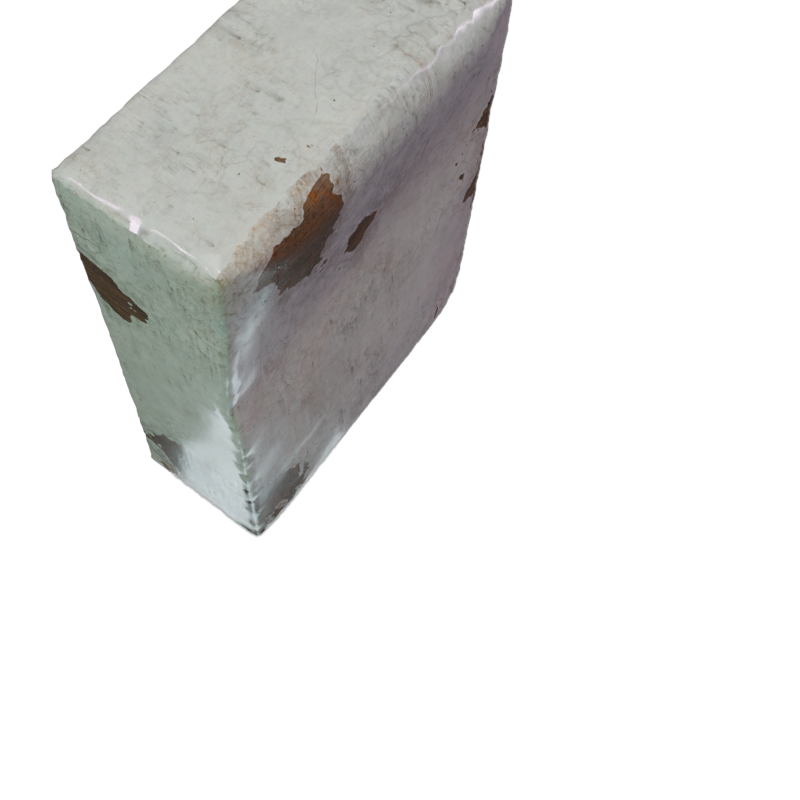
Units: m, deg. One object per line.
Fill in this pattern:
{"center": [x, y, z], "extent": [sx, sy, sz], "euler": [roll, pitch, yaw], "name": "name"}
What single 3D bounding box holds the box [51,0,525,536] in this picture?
{"center": [-0.033, -0.061, 0.426], "extent": [0.074, 0.168, 0.201], "euler": [32, -25, 12], "name": "box"}
